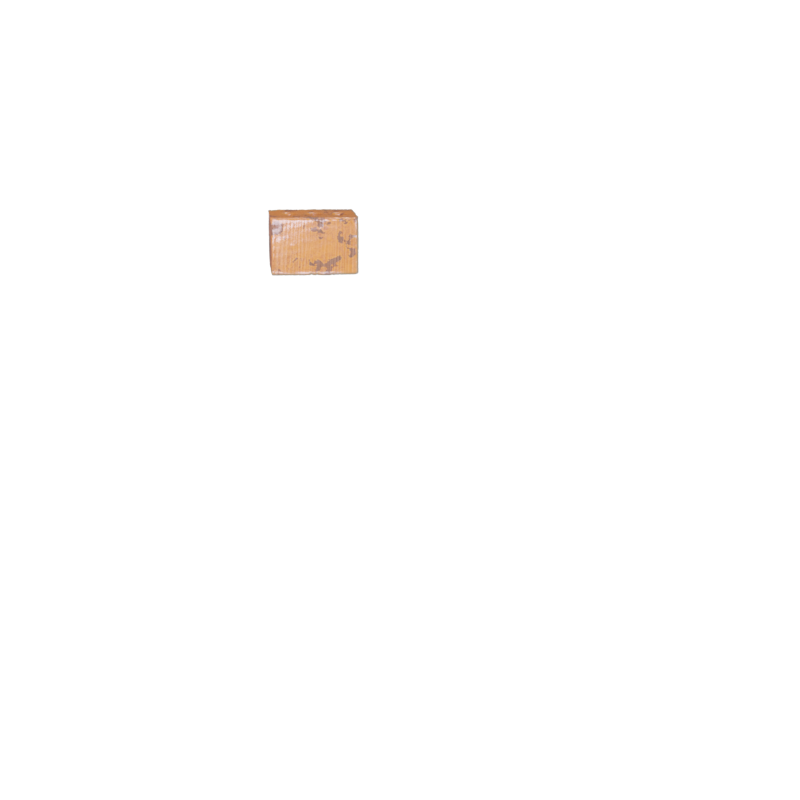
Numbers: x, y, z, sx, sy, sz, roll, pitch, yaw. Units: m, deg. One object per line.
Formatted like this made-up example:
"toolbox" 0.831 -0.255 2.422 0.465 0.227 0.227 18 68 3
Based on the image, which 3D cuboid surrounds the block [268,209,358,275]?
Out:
"block" -0.076 -0.139 0.973 0.077 0.050 0.055 -1 13 -5
